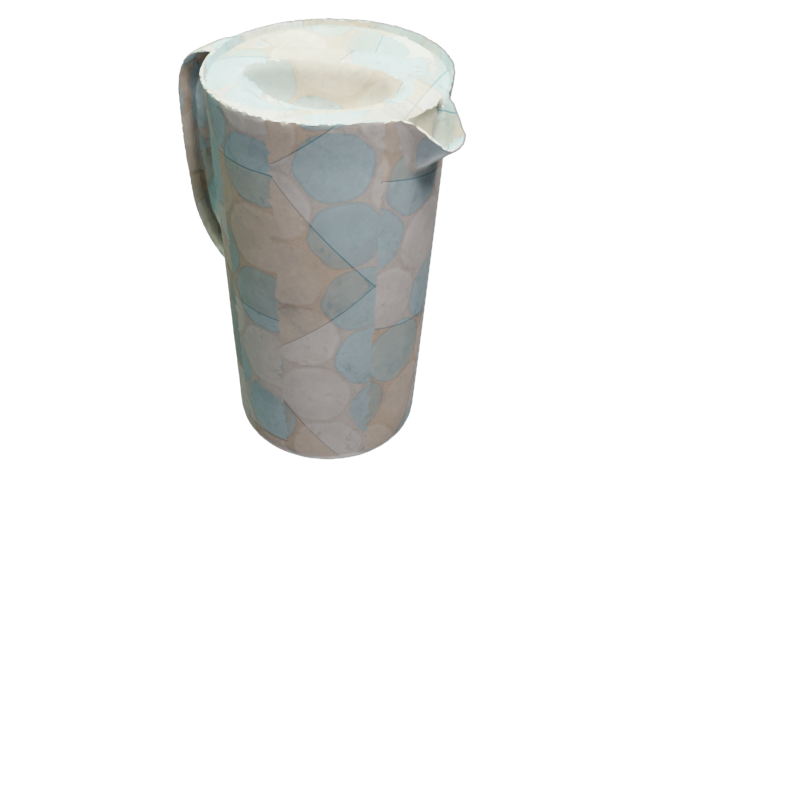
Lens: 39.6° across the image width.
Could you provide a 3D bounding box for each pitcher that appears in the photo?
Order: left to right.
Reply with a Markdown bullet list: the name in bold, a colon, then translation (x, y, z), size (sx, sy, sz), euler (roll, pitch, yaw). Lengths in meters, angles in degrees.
- **pitcher**: translation (-0.051, -0.092, 0.645), size (0.144, 0.227, 0.161), euler (-4, 37, -8)
